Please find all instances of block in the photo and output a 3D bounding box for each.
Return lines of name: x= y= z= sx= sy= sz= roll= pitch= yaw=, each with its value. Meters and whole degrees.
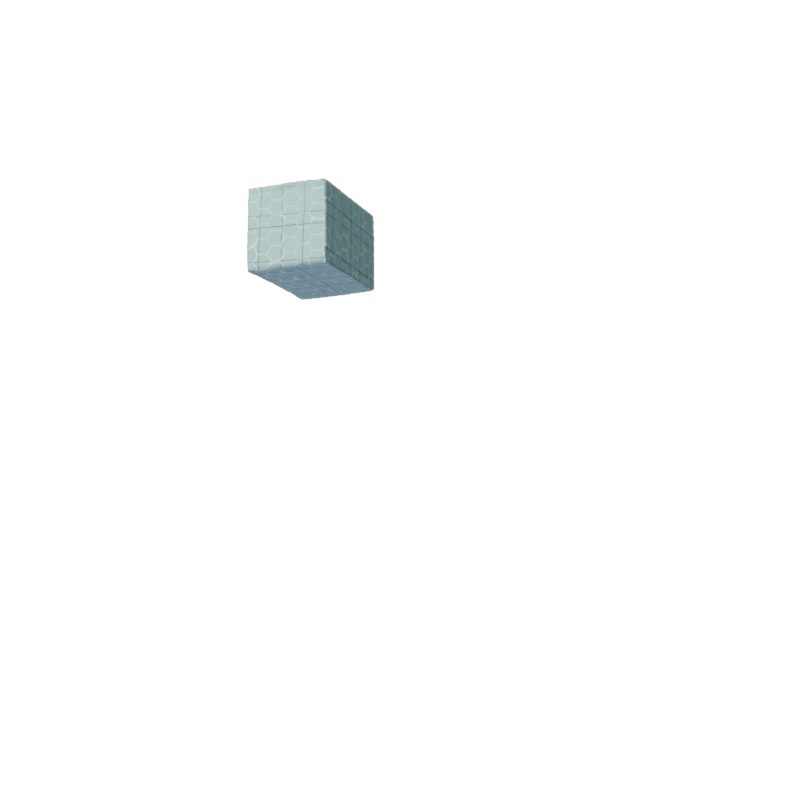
block: x=-0.053 y=-0.096 z=0.675 sx=0.054 sy=0.053 sz=0.074 roll=-5 pitch=-13 yaw=20
